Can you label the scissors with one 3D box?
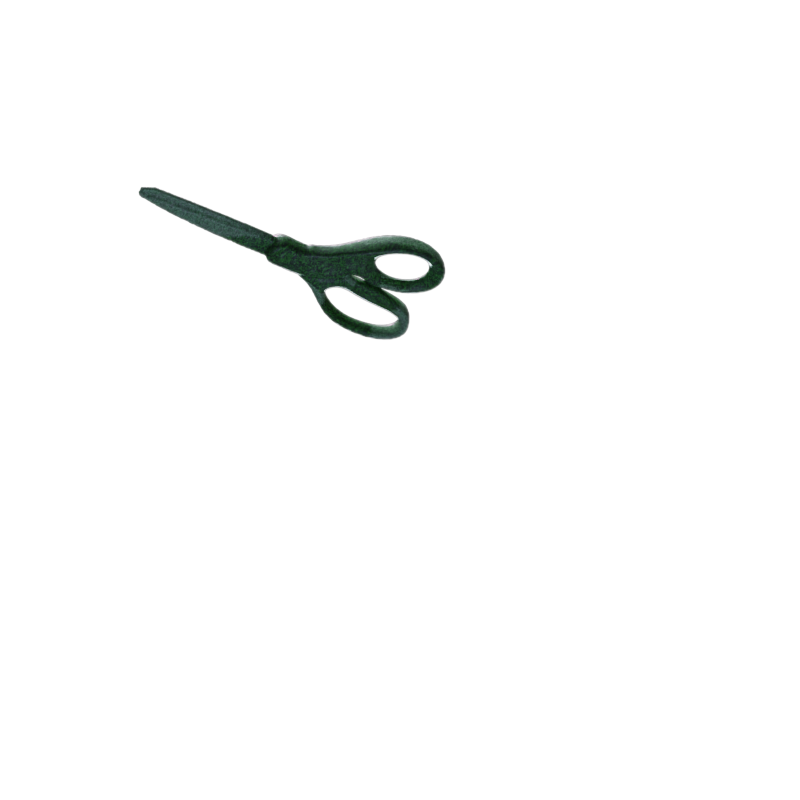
[{"bbox_3d":[-0.053,-0.097,0.681,0.096,0.017,0.189,-31,-49,31],"label":"scissors"}]
